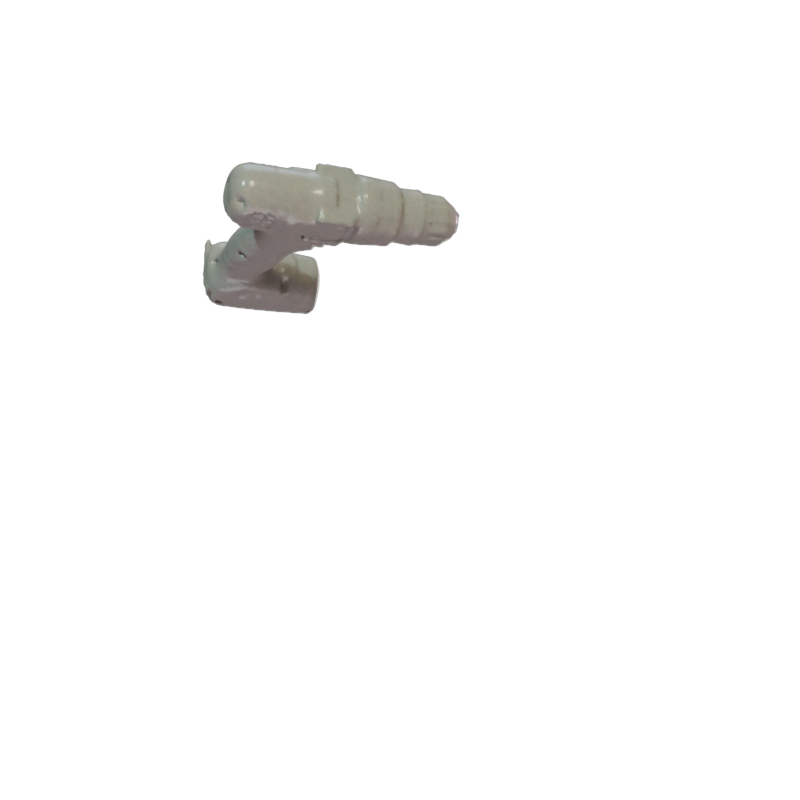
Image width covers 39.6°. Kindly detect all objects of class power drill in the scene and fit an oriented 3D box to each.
[{"bbox_3d":[-0.069,-0.127,0.887,0.179,0.060,0.184,8,-21,-21],"label":"power drill"}]
